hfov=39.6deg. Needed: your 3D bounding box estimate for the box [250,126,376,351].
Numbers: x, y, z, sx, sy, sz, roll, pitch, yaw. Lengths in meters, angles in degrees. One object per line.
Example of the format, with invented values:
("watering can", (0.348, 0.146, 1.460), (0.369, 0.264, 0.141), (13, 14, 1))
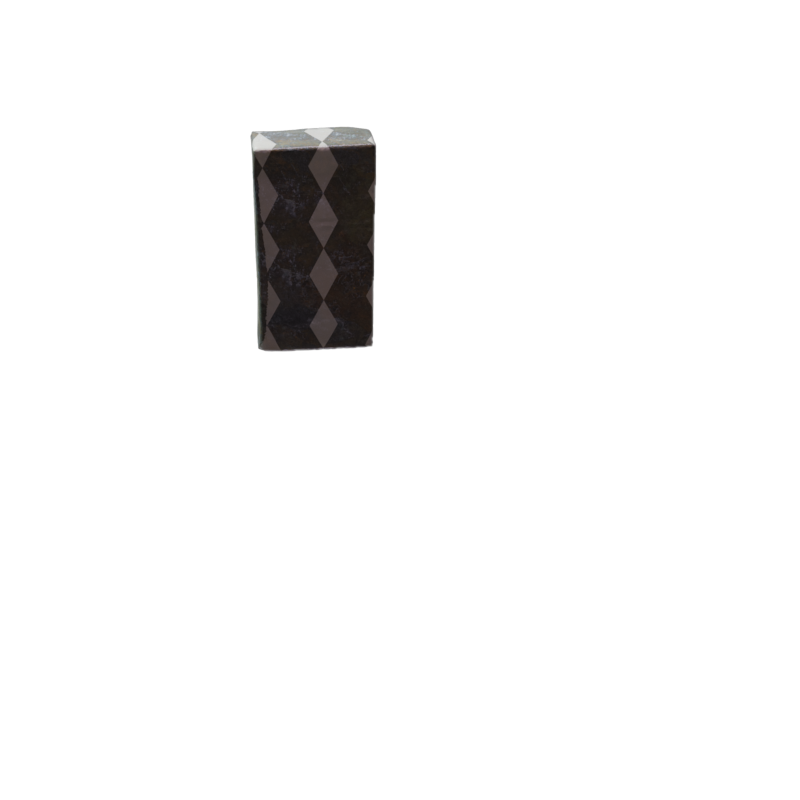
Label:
("box", (-0.067, -0.123, 0.861), (0.093, 0.167, 0.051), (-2, 27, -7))
